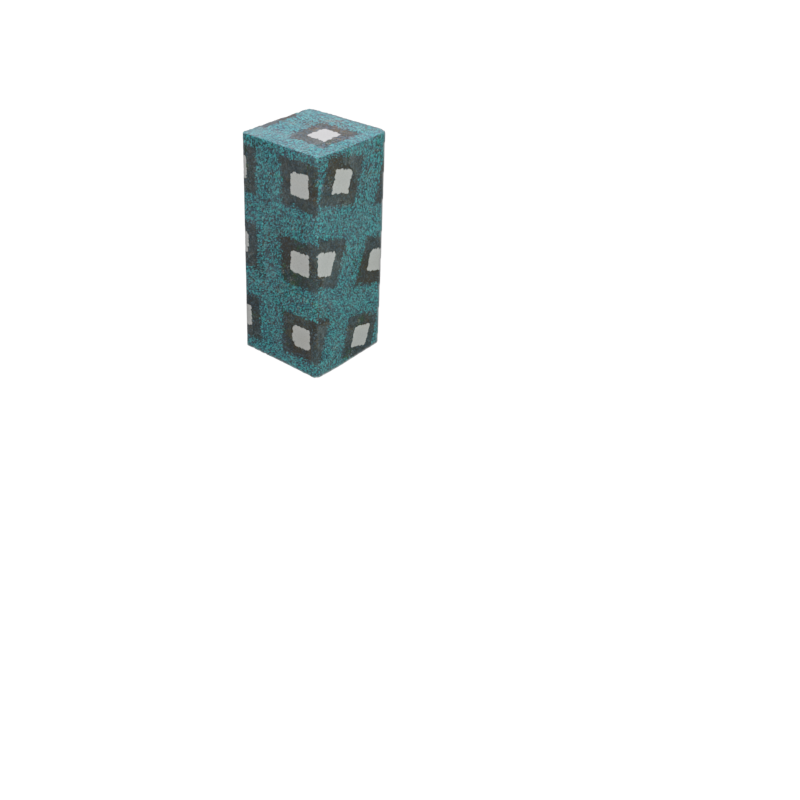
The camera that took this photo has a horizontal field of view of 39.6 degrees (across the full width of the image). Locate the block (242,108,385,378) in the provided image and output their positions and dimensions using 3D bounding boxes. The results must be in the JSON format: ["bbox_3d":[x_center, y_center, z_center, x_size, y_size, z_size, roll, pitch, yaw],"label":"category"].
[{"bbox_3d":[-0.076,-0.140,0.976,0.096,0.195,0.090,22,34,34],"label":"block"}]
